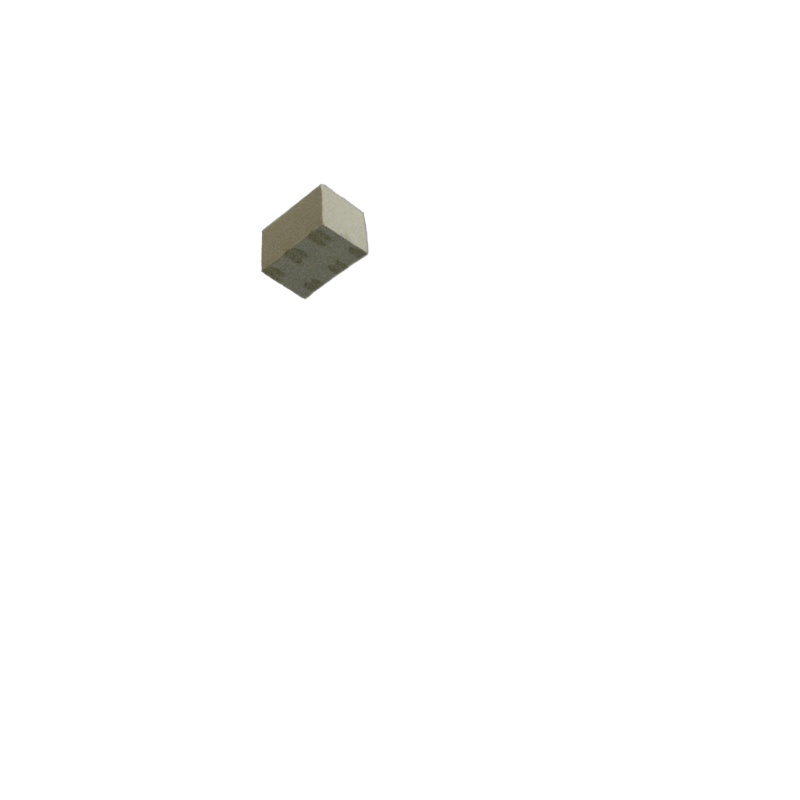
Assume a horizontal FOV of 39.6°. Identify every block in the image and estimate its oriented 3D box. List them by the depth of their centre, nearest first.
[{"bbox_3d":[-0.072,-0.132,0.925,0.077,0.055,0.049,-32,-49,31],"label":"block"}]
